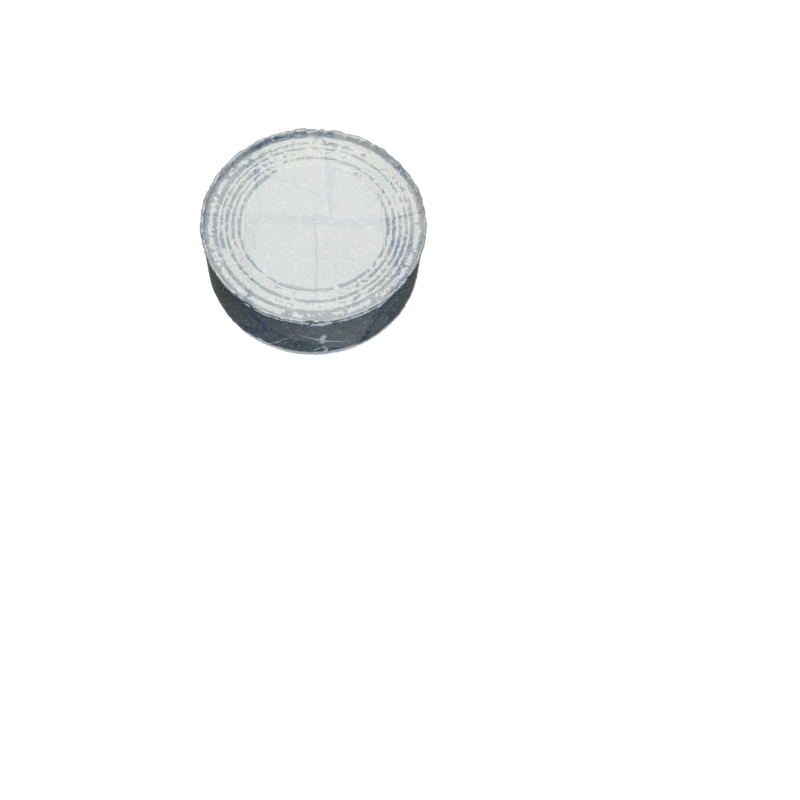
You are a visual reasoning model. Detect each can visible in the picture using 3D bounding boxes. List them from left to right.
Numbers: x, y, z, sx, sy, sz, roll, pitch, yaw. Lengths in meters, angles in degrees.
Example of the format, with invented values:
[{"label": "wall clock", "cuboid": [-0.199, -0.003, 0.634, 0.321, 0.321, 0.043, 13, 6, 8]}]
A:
[{"label": "can", "cuboid": [-0.034, -0.062, 0.433, 0.086, 0.091, 0.032, -1, -28, -1]}]
